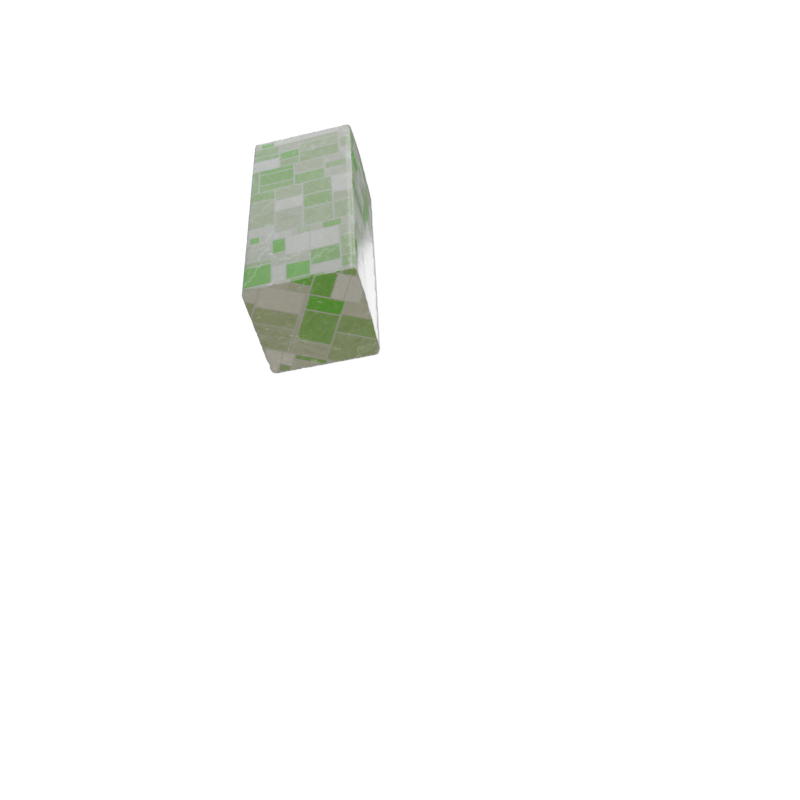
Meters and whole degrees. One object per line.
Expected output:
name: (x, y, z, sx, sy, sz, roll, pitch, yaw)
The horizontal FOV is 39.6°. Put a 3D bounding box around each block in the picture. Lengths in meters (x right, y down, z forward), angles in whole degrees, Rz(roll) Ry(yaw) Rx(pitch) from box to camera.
block: (-0.072, -0.131, 0.923, 0.091, 0.083, 0.221, -12, 41, 6)
